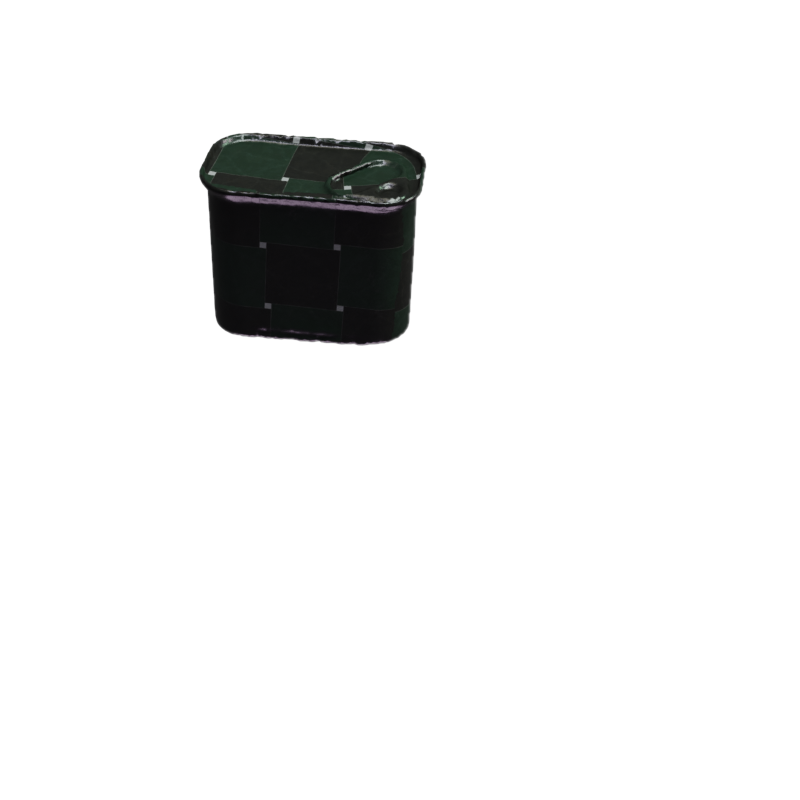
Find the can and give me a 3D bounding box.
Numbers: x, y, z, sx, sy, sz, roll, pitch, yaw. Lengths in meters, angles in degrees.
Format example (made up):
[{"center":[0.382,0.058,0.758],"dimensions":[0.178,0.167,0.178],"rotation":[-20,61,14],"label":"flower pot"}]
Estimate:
[{"center":[-0.041,-0.076,0.530],"dimensions":[0.103,0.078,0.061],"rotation":[5,36,5],"label":"can"}]
